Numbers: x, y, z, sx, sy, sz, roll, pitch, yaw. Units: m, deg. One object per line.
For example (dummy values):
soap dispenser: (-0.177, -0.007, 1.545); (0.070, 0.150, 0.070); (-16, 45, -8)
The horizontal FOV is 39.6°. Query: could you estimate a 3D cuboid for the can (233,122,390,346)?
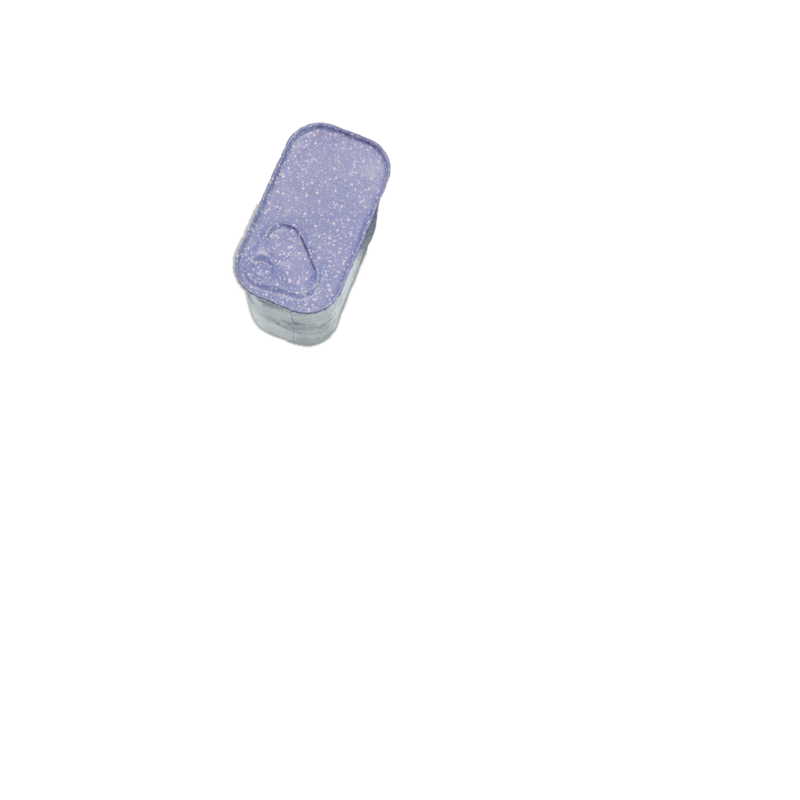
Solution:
can: (-0.047, -0.086, 0.604); (0.058, 0.105, 0.081); (21, -16, 2)
